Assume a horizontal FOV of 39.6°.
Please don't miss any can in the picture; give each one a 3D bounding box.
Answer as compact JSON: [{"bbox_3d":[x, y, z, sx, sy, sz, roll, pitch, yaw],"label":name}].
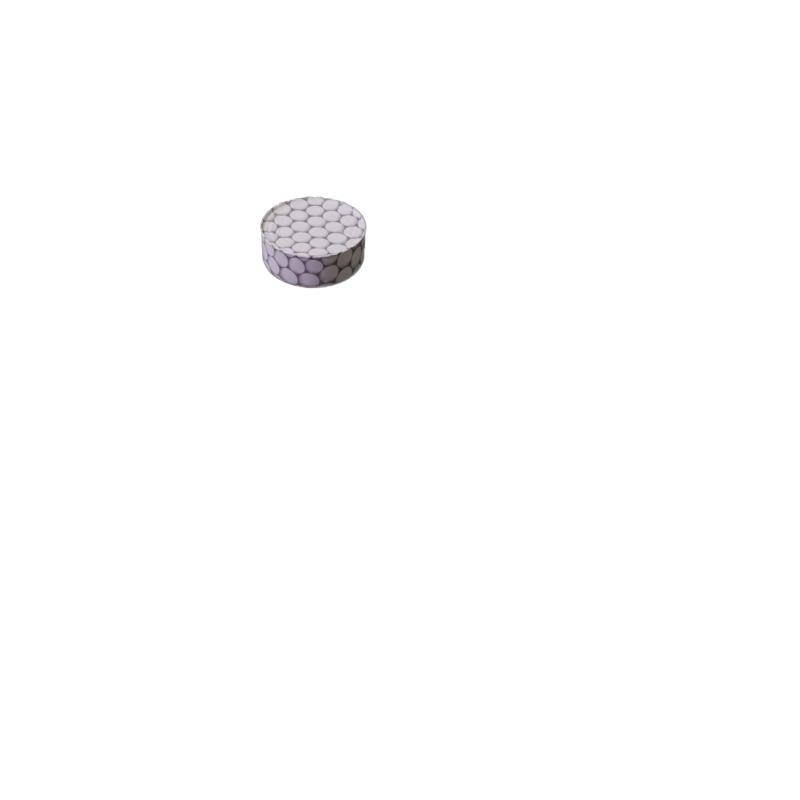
[{"bbox_3d":[-0.071,-0.129,0.903,0.086,0.031,0.092,-1,40,-2],"label":"can"}]
